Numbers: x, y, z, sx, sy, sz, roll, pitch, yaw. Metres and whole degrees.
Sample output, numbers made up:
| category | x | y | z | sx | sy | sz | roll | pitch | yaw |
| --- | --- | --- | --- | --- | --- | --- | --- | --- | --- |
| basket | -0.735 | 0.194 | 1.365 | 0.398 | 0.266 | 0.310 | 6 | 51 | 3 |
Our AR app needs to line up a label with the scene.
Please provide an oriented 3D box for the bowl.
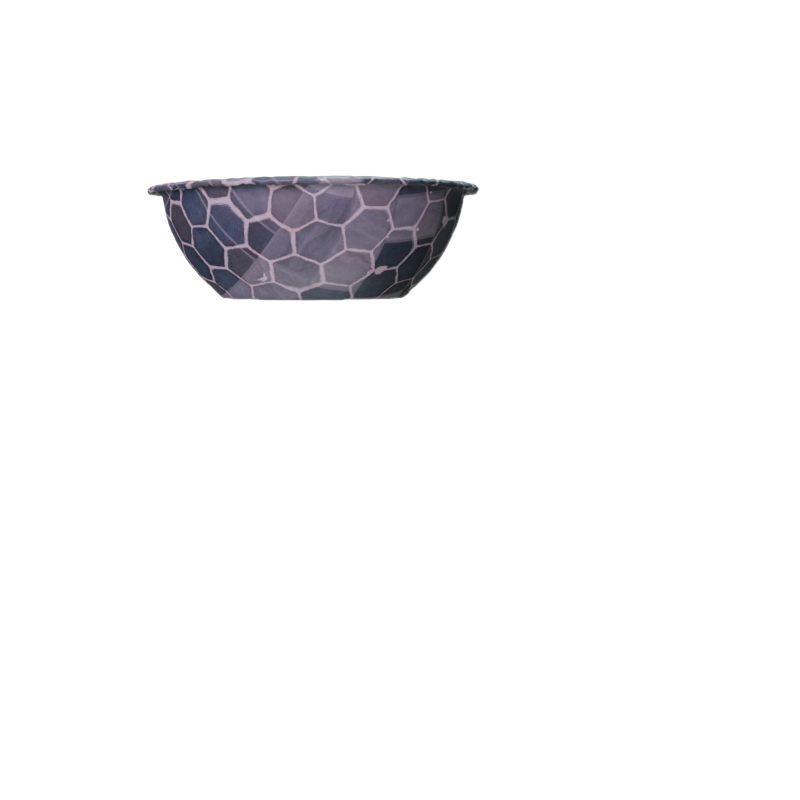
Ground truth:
| category | x | y | z | sx | sy | sz | roll | pitch | yaw |
| --- | --- | --- | --- | --- | --- | --- | --- | --- | --- |
| bowl | -0.043 | -0.078 | 0.545 | 0.162 | 0.055 | 0.163 | 0 | 6 | -2 |
